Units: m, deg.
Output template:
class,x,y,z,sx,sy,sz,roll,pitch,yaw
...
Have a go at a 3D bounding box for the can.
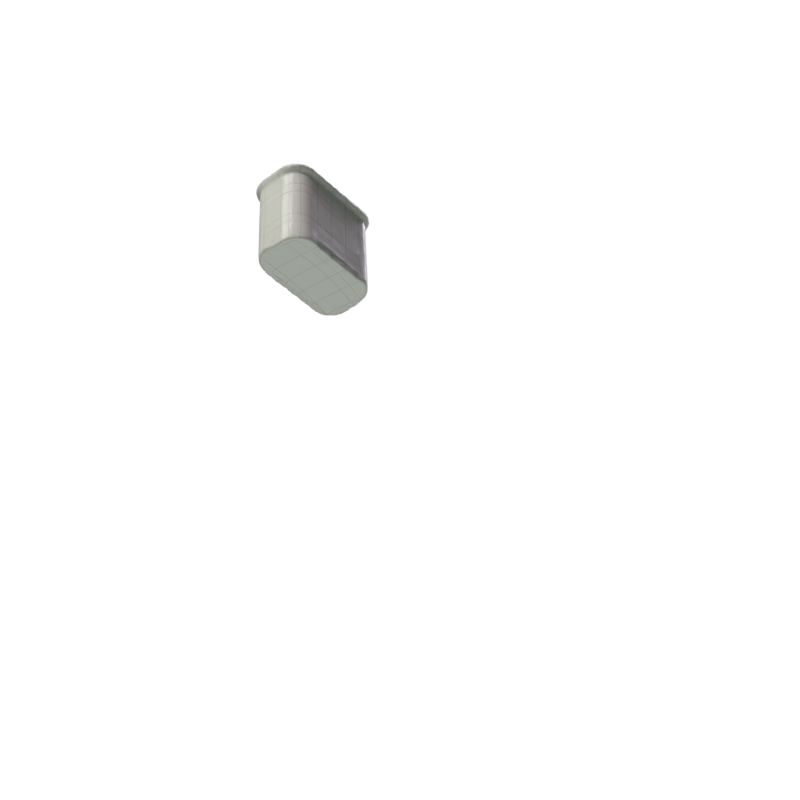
class,x,y,z,sx,sy,sz,roll,pitch,yaw
can,-0.071,-0.130,0.908,0.057,0.090,0.095,-31,-49,28
